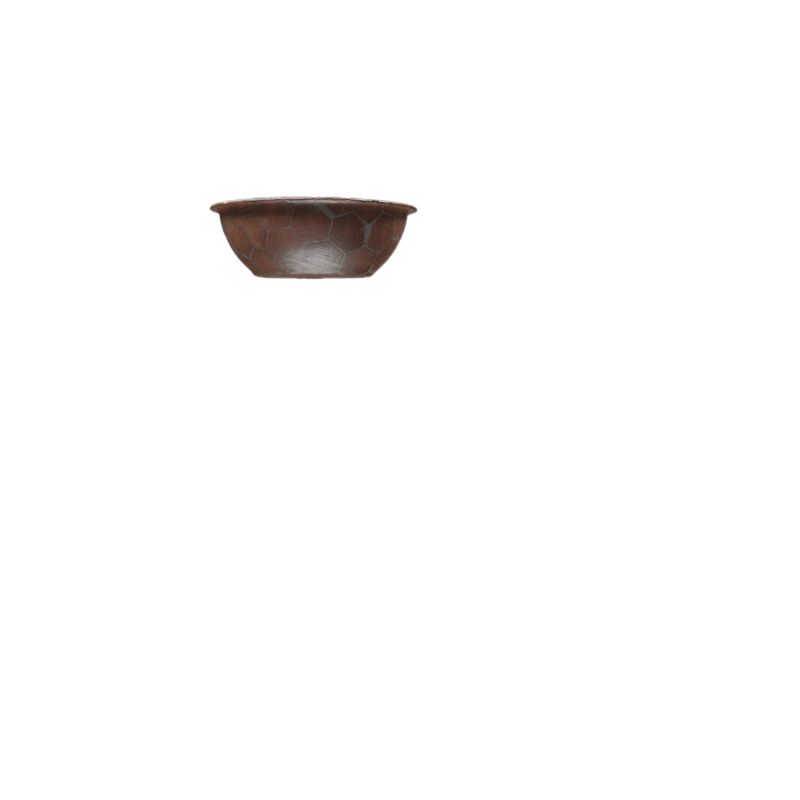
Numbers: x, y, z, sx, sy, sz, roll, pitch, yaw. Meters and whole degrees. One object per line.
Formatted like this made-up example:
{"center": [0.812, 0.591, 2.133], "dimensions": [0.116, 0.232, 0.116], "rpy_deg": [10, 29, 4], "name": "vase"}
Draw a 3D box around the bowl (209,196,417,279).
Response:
{"center": [-0.067, -0.123, 0.860], "dimensions": [0.162, 0.055, 0.162], "rpy_deg": [0, 3, -2], "name": "bowl"}
